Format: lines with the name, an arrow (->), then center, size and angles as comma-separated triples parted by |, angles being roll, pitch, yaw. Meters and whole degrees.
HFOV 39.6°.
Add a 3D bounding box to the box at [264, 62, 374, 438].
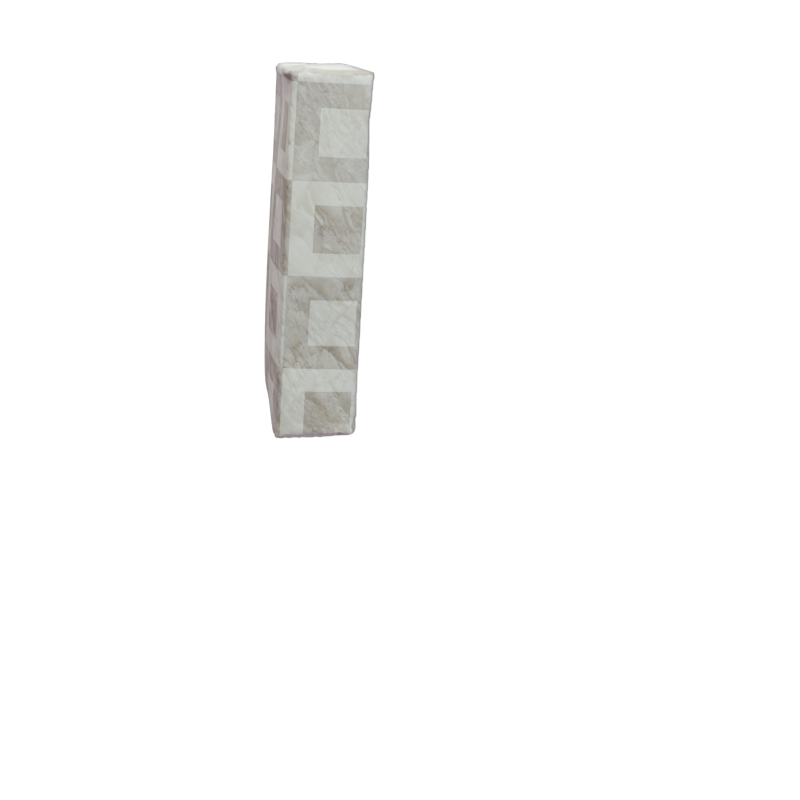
box -> -0.044, -0.079, 0.557 | 0.047, 0.171, 0.097 | -1, 13, -9
